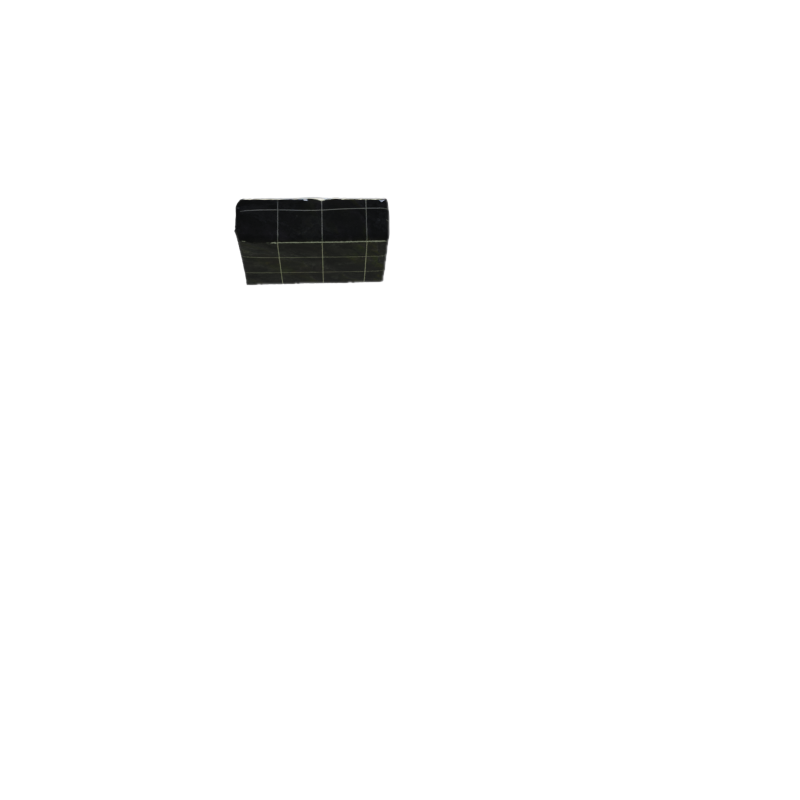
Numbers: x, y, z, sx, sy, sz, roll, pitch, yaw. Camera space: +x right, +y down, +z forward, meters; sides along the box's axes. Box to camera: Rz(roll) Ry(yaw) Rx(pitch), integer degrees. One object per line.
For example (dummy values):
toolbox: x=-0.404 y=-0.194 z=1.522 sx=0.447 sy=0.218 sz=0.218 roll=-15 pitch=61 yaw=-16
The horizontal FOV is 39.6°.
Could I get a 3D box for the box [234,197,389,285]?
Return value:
box: x=-0.052 y=-0.095 z=0.668 sx=0.089 sy=0.032 sz=0.070 roll=0 pitch=-16 yaw=-1
